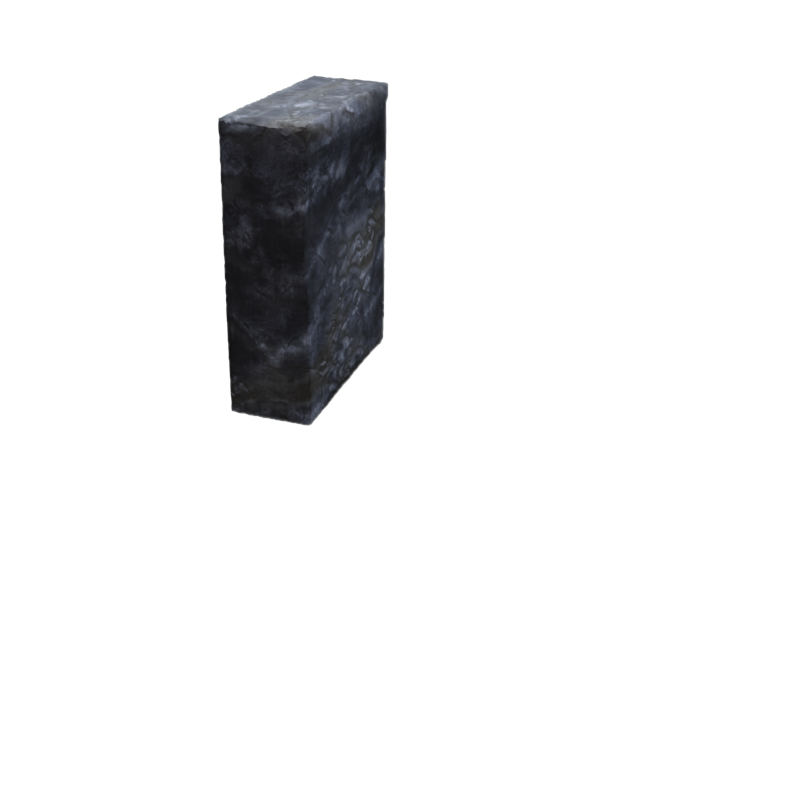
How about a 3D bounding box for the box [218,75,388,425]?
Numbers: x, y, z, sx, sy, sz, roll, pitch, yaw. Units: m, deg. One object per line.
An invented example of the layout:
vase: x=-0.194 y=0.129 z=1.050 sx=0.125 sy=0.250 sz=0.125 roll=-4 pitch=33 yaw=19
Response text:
box: x=-0.063 y=-0.115 z=0.807 sx=0.074 sy=0.204 sz=0.167 roll=8 pitch=24 yaw=17
